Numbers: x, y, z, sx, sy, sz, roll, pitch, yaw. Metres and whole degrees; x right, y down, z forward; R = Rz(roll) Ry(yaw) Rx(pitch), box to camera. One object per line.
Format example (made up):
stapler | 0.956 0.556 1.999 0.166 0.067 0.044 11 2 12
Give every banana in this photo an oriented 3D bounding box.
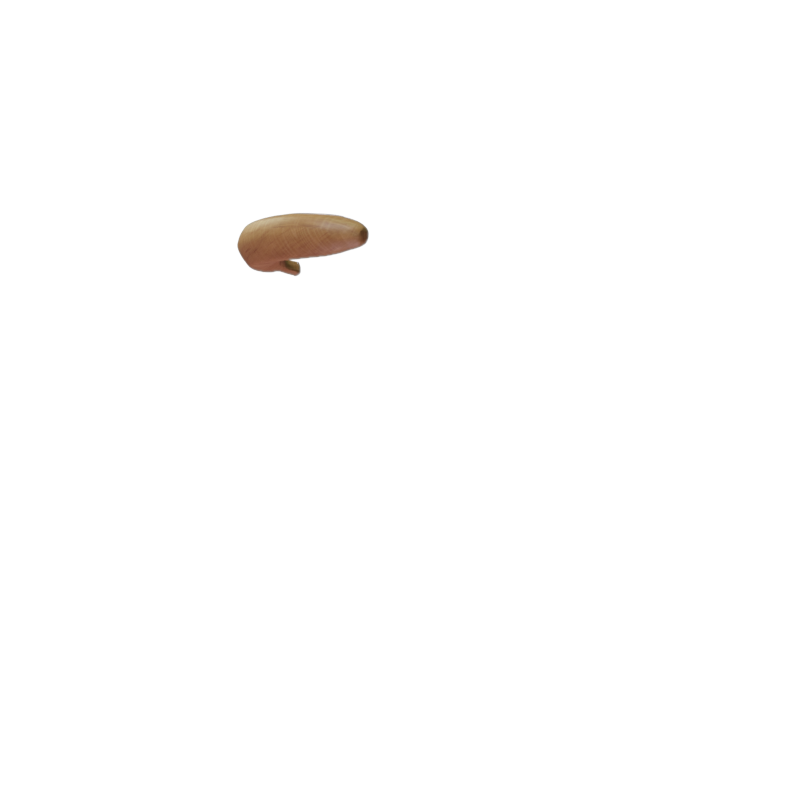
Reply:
banana | -0.086 -0.124 0.864 0.068 0.037 0.201 0 1 -19
